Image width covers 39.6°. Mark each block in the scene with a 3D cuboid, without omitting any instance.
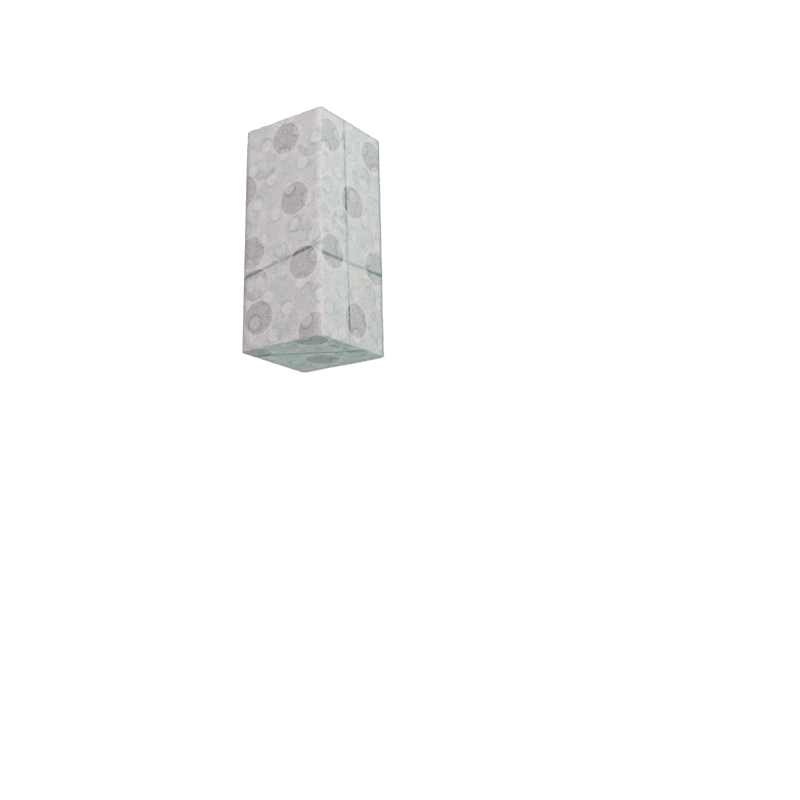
[{"bbox_3d":[-0.077,-0.139,0.976,0.092,0.216,0.085,-15,-23,33],"label":"block"}]
